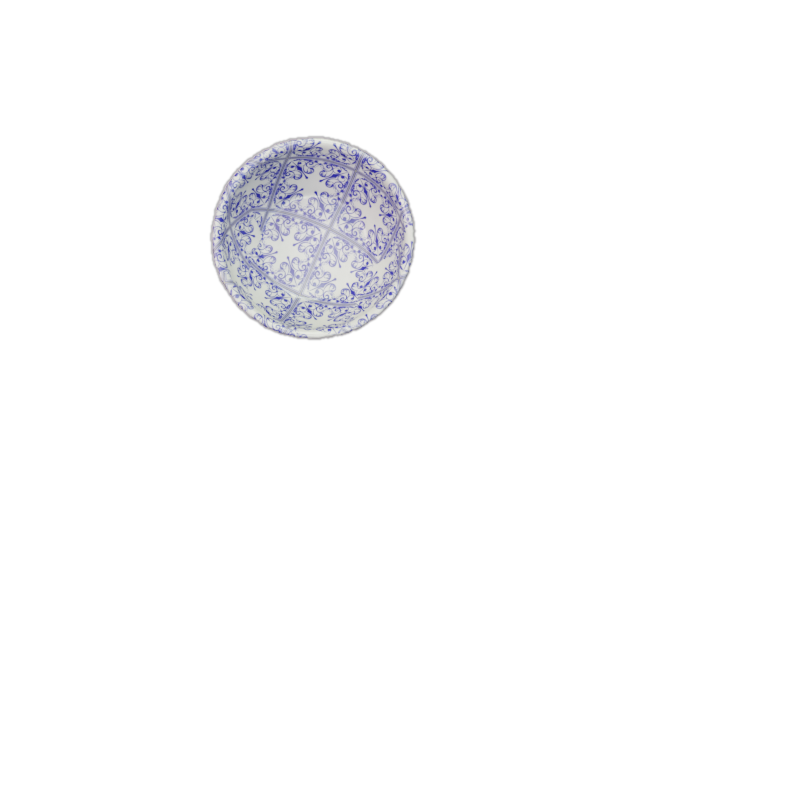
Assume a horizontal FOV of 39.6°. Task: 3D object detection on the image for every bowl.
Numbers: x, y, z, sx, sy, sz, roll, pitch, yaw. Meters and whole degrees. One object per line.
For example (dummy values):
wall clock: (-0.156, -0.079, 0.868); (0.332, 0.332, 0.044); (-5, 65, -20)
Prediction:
bowl: (-0.071, -0.129, 0.902); (0.162, 0.165, 0.054); (0, -8, 0)
